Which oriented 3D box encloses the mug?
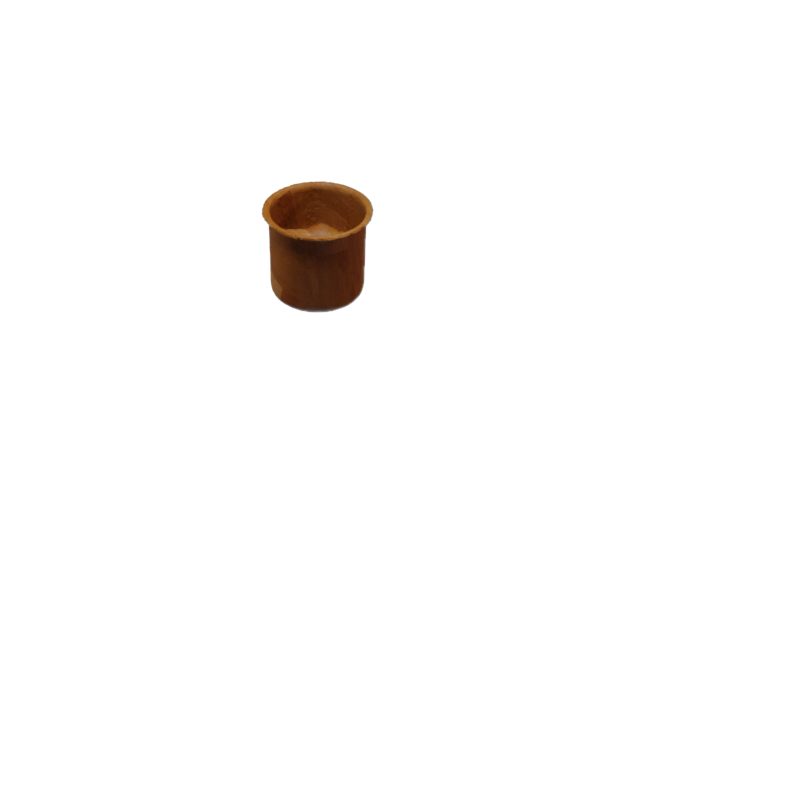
[{"bbox_3d":[-0.075,-0.136,0.955,0.092,0.076,0.127,-11,39,-16],"label":"mug"}]
